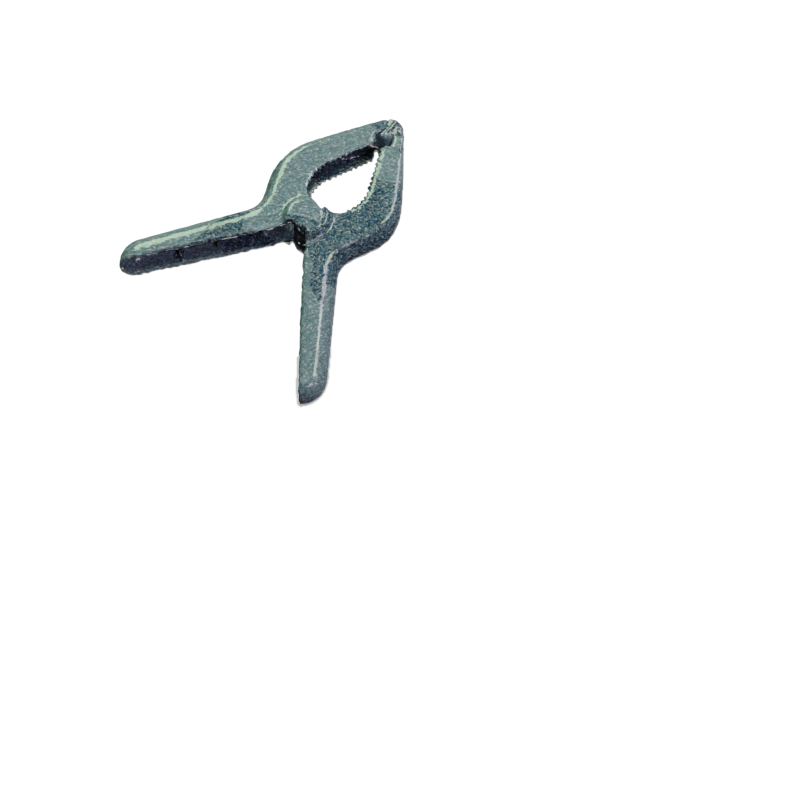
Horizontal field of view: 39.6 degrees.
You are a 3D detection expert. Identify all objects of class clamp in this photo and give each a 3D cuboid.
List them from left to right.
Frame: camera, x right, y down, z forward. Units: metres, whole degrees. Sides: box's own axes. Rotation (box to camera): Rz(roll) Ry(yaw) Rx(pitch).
[{"bbox_3d":[-0.058,-0.105,0.739,0.173,0.212,0.034,41,-21,19],"label":"clamp"}]
